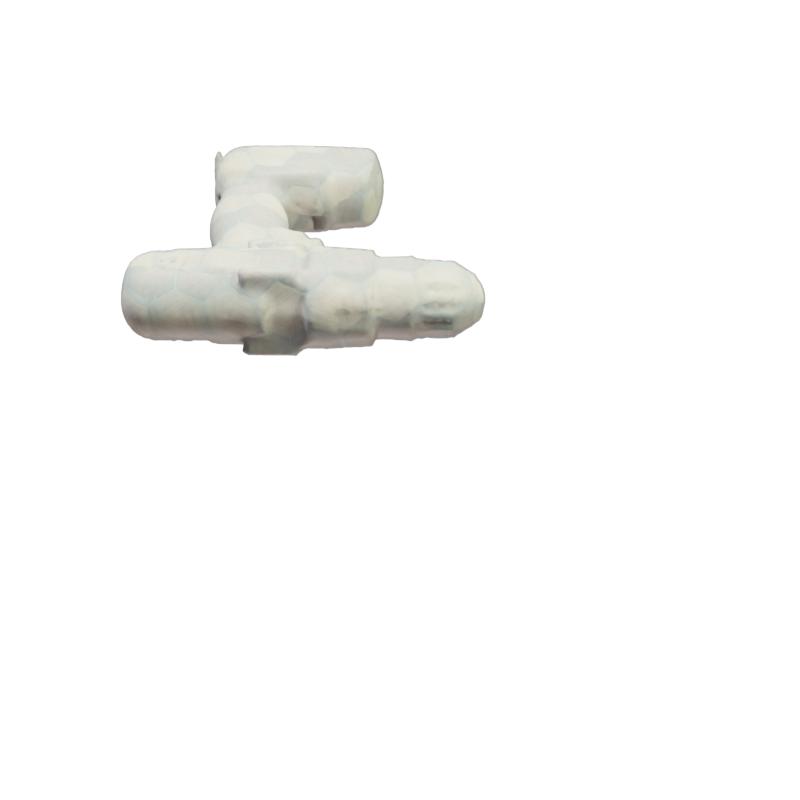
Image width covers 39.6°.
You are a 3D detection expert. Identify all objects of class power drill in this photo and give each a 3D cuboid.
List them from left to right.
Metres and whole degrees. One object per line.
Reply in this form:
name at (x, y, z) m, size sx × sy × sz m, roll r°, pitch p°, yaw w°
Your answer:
power drill at (-0.049, -0.089, 0.626) m, size 0.185 × 0.054 × 0.197 m, roll 2°, pitch 29°, yaw 2°
